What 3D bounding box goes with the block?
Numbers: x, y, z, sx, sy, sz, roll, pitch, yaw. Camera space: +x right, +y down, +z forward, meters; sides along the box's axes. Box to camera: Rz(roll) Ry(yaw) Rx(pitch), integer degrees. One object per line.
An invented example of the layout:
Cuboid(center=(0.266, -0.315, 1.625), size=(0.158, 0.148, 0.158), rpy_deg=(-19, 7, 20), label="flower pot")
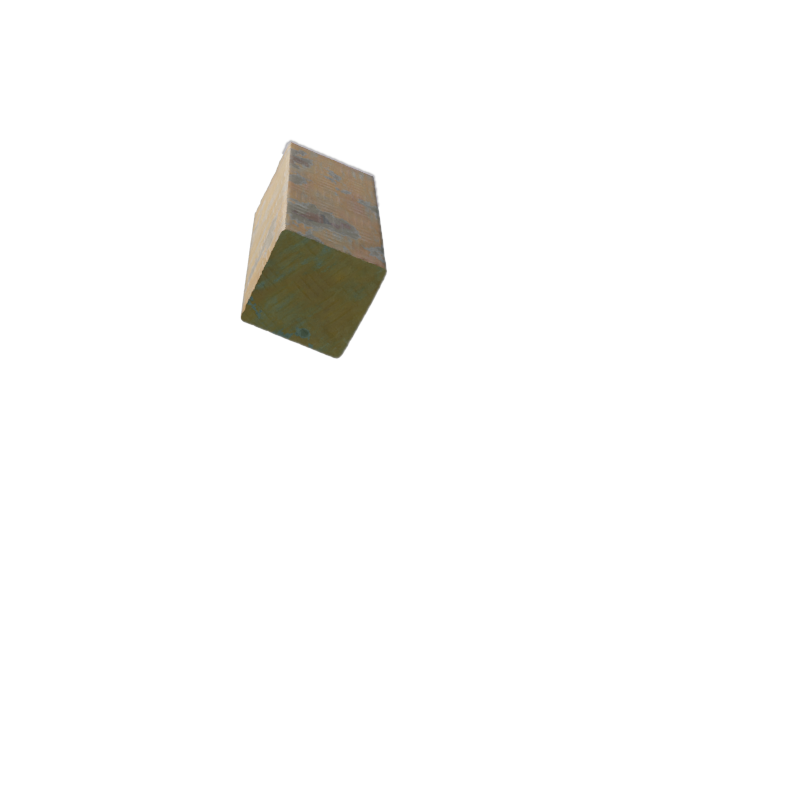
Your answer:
Cuboid(center=(-0.075, -0.136, 0.955), size=(0.088, 0.087, 0.219), rpy_deg=(21, 26, -15), label="block")
